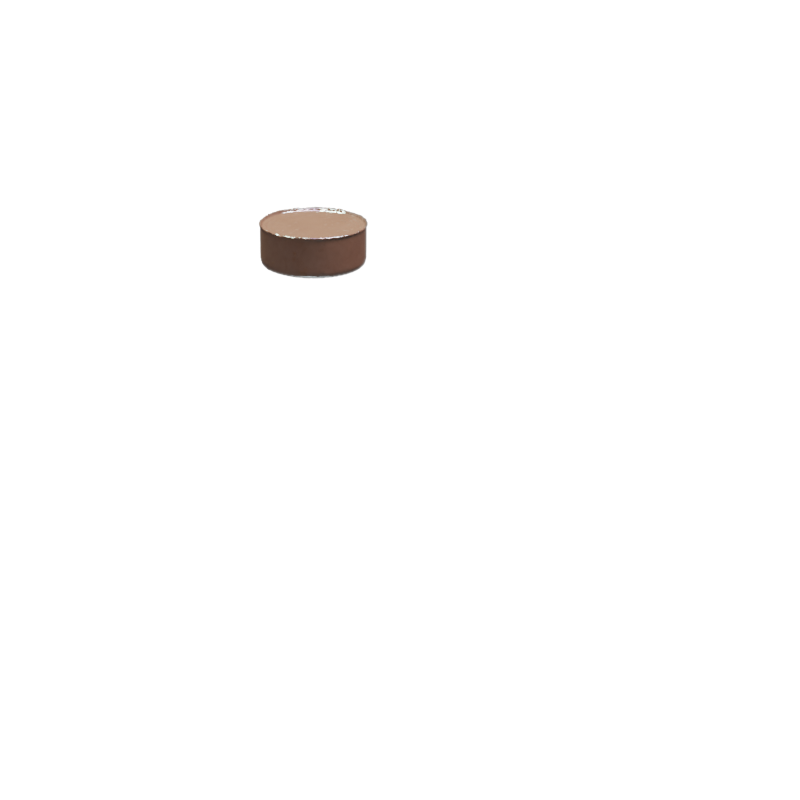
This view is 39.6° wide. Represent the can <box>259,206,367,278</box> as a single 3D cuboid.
[{"bbox_3d":[-0.069,-0.126,0.881,0.086,0.032,0.090,-1,24,-2],"label":"can"}]
